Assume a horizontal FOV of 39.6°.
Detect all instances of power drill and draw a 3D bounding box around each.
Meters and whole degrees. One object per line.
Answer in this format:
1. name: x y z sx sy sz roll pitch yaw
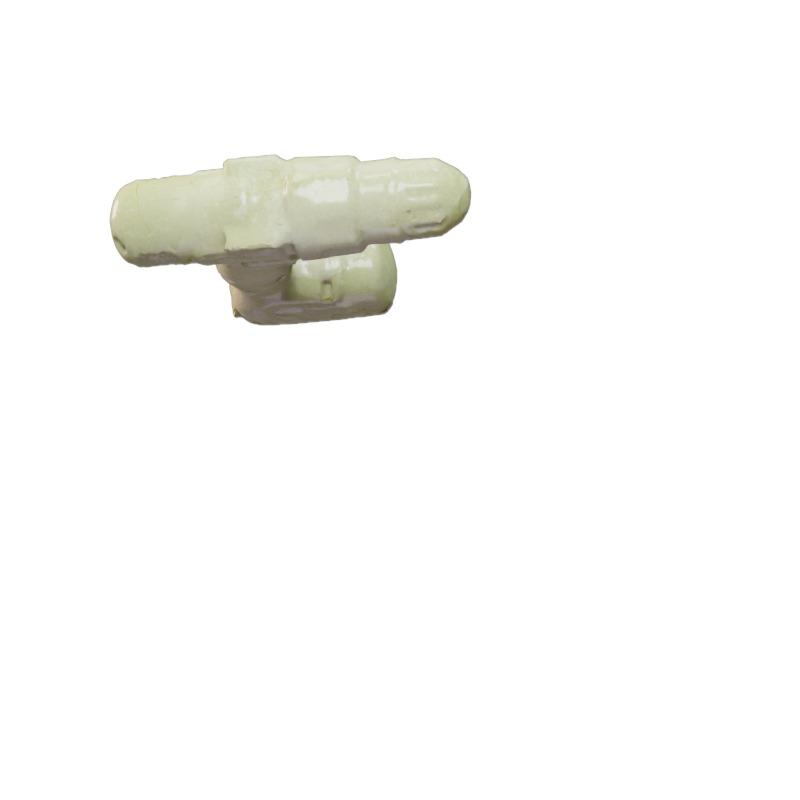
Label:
1. power drill: -0.049 -0.090 0.627 0.186 0.059 0.180 -1 -9 9
